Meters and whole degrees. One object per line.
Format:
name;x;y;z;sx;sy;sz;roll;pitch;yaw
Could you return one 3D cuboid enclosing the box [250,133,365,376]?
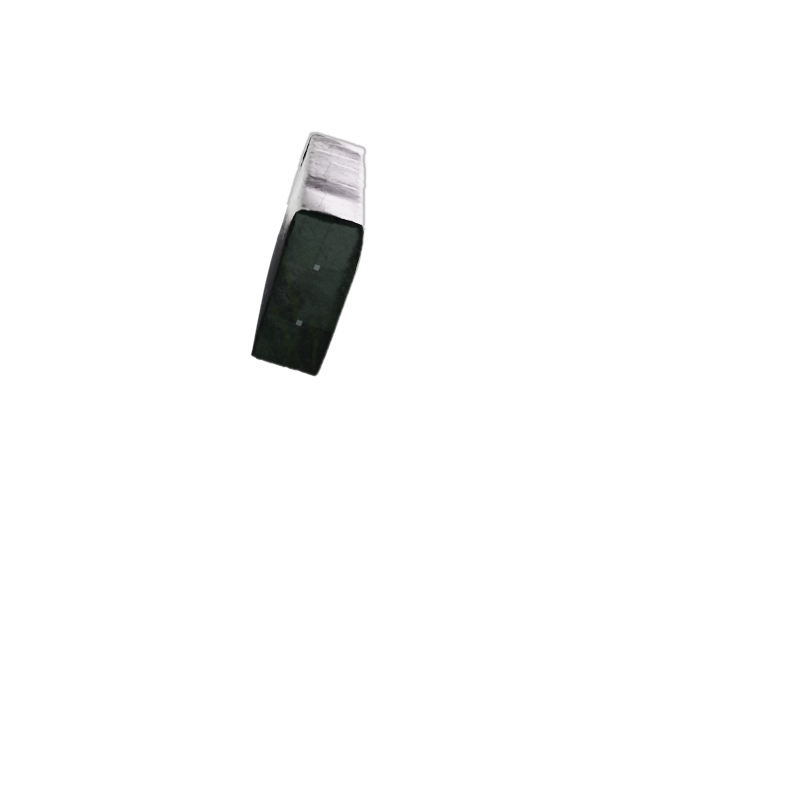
box;-0.054;-0.097;0.680;0.047;0.090;0.186;16;23;-11
